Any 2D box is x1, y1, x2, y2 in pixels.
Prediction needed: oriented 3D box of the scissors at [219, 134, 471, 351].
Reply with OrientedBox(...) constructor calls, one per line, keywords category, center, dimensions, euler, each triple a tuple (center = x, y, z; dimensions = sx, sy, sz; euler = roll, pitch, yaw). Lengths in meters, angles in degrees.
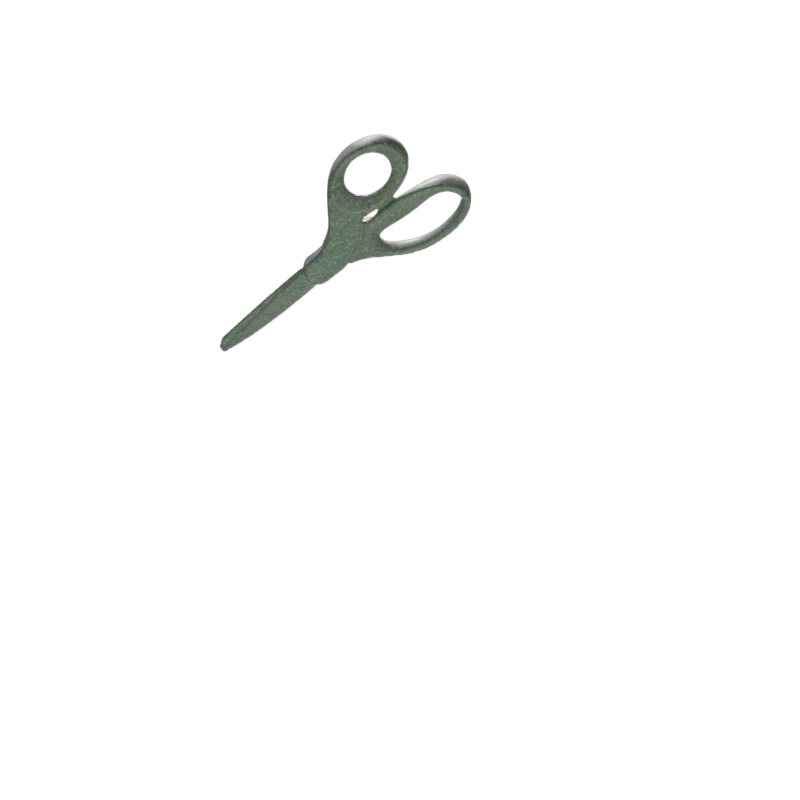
OrientedBox(category="scissors", center=(-0.054, -0.099, 0.692), dimensions=(0.202, 0.089, 0.017), euler=(-23, 37, 19))
